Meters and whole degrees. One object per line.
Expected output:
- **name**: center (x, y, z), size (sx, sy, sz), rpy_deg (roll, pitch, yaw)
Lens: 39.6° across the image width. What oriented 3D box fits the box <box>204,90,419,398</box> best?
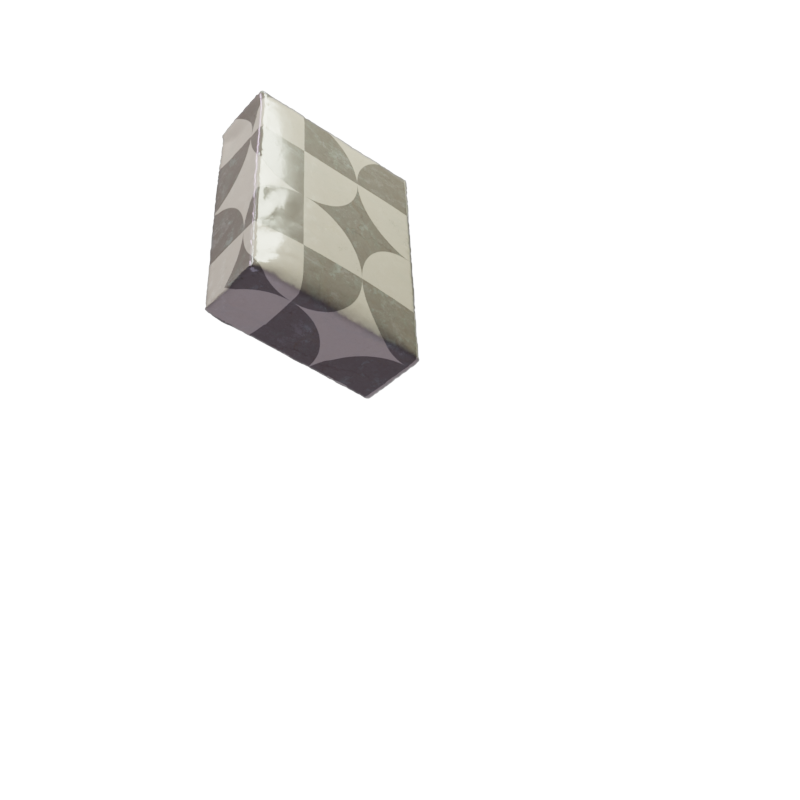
- **box**: center (-0.071, -0.129, 0.903), size (0.155, 0.230, 0.071), rpy_deg (27, -51, -29)
